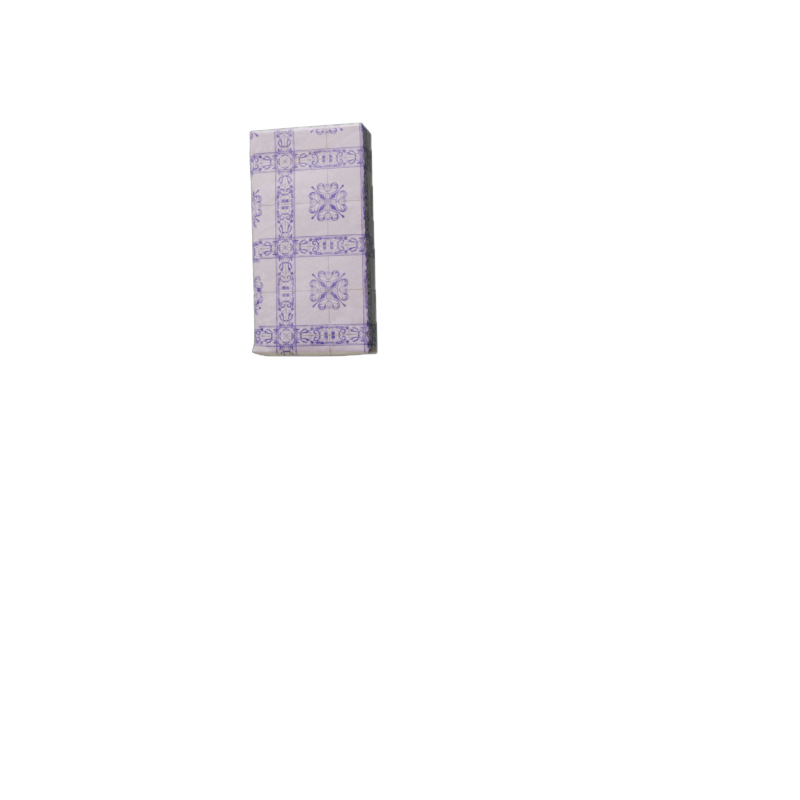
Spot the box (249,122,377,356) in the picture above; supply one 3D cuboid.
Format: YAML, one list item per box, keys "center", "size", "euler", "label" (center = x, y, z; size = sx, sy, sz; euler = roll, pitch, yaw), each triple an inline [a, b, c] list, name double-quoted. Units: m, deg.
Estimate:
- center: [-0.067, -0.123, 0.860]
  size: [0.095, 0.180, 0.046]
  euler: [-2, -8, 13]
  label: "box"
